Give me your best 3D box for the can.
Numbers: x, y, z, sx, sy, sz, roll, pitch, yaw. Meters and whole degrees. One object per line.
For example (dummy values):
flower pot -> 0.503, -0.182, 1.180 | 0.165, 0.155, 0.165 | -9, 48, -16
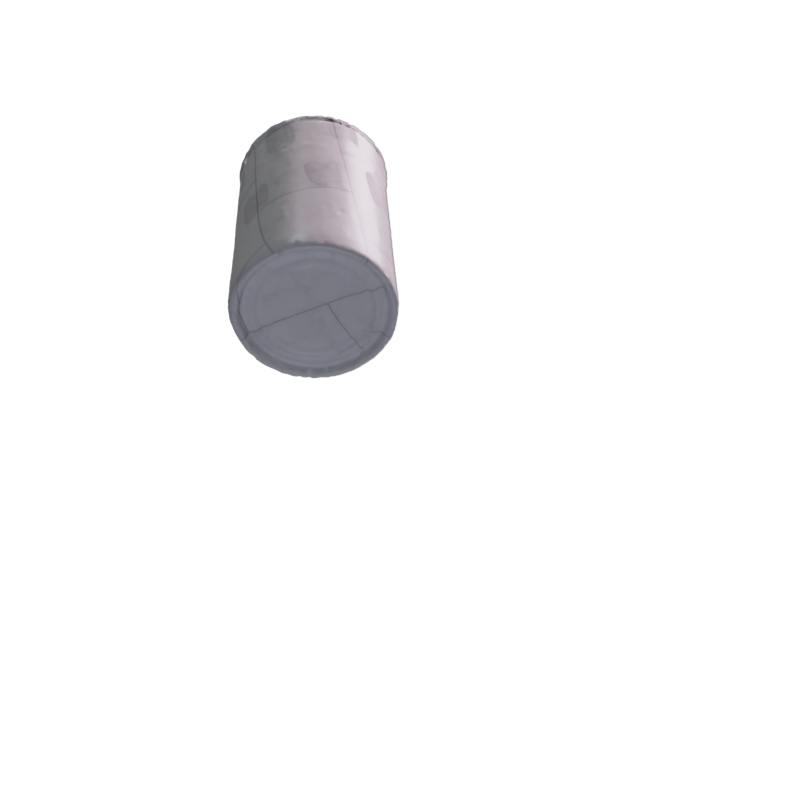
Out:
can -> -0.037, -0.067, 0.468 | 0.068, 0.064, 0.109 | -1, 38, -3
